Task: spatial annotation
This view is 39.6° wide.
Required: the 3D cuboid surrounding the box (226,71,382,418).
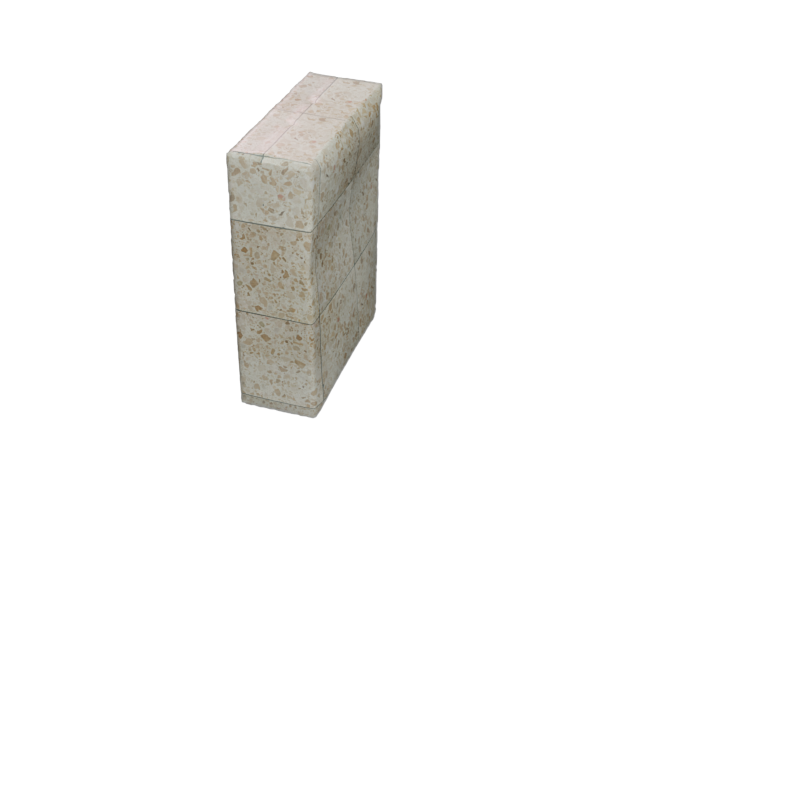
[{"bbox_3d":[-0.067,-0.122,0.854,0.074,0.201,0.171,11,35,12],"label":"box"}]
